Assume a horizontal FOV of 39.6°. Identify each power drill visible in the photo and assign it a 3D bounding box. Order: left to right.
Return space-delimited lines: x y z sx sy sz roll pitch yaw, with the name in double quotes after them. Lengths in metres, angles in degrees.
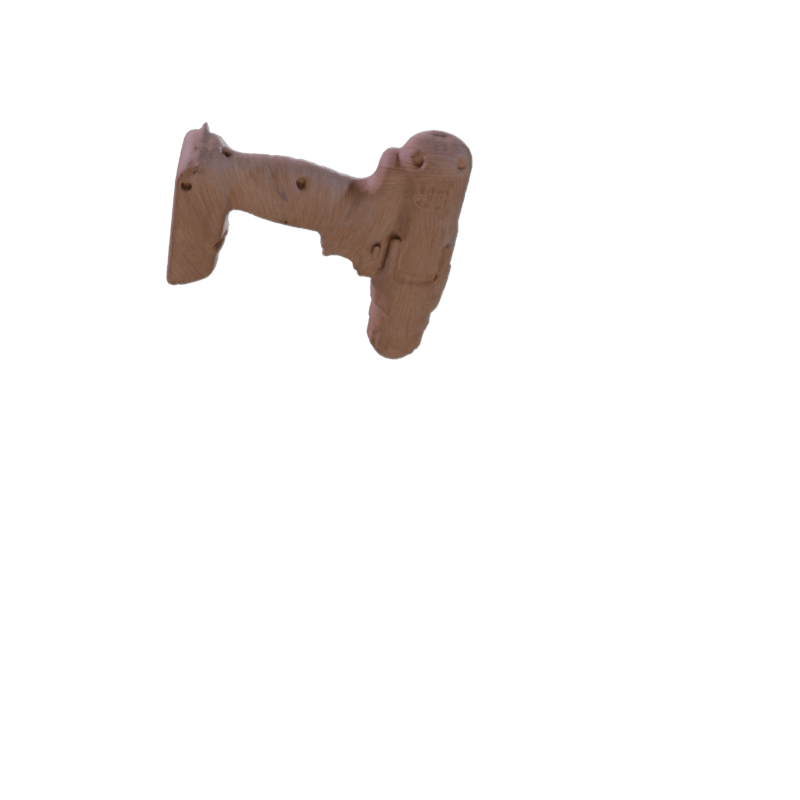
-0.057 -0.105 0.732 0.186 0.173 0.062 6 42 -6 "power drill"
